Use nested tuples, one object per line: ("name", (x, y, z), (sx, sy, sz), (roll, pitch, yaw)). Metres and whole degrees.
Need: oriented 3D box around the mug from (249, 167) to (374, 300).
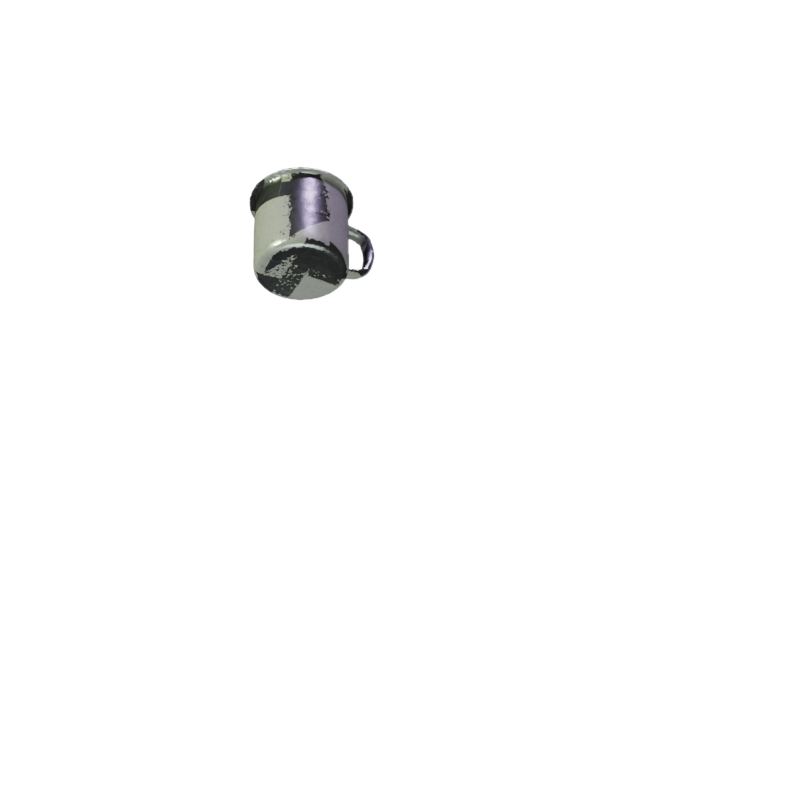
("mug", (-0.076, -0.138, 0.966), (0.112, 0.087, 0.091), (19, -41, -25))
